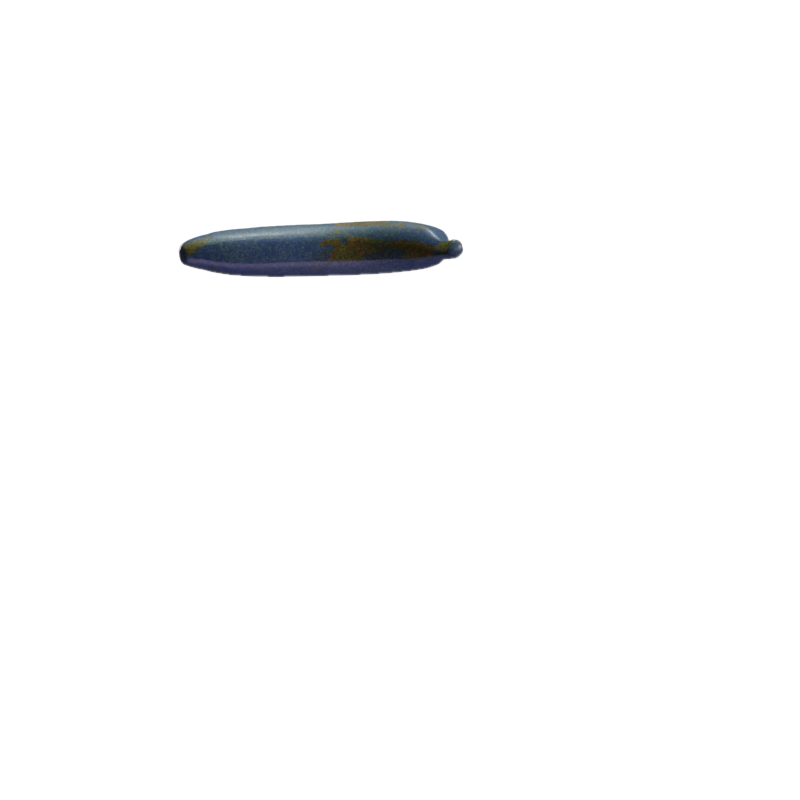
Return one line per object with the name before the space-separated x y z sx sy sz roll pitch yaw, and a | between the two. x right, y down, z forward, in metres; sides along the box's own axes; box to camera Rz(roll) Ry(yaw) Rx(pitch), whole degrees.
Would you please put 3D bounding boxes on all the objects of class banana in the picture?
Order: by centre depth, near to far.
banana | -0.051 -0.107 0.769 0.201 0.037 0.067 -1 -5 15
